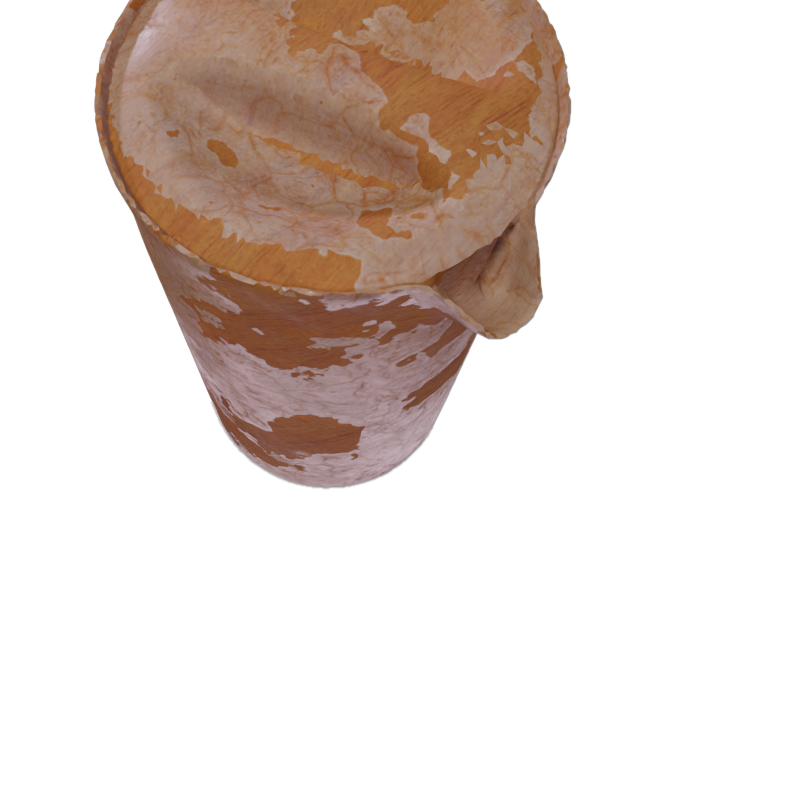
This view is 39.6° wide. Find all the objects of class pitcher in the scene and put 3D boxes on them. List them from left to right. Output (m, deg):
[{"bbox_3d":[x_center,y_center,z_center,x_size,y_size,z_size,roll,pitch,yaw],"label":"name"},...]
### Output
[{"bbox_3d":[-0.032,-0.059,0.414,0.145,0.157,0.230,7,-23,-1],"label":"pitcher"}]
